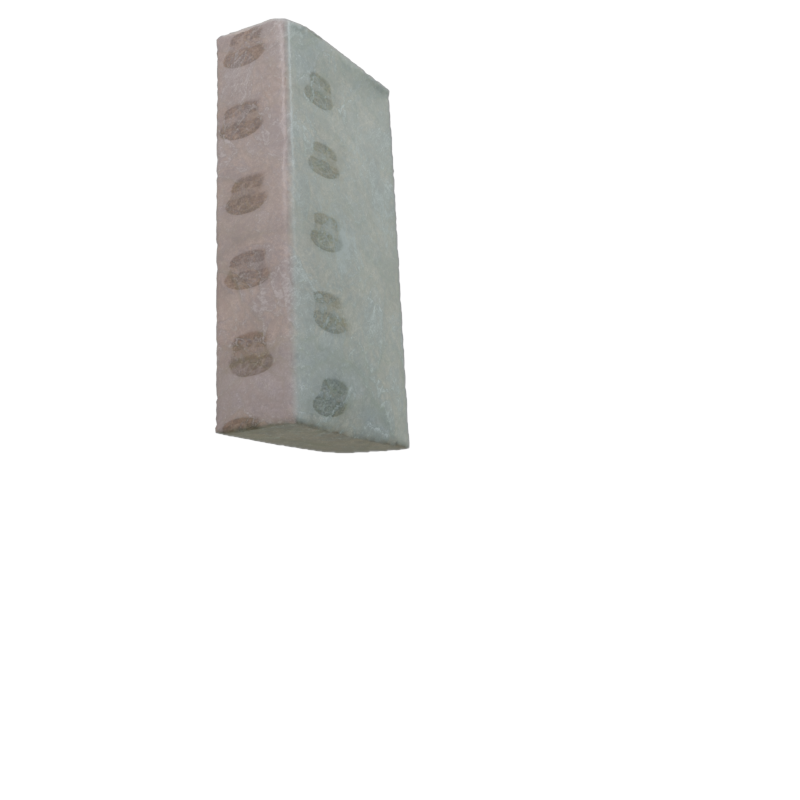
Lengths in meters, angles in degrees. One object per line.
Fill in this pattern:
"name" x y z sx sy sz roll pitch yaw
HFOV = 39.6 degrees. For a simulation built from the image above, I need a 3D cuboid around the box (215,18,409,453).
"box" -0.038 -0.069 0.485 0.049 0.183 0.088 -11 -18 29
